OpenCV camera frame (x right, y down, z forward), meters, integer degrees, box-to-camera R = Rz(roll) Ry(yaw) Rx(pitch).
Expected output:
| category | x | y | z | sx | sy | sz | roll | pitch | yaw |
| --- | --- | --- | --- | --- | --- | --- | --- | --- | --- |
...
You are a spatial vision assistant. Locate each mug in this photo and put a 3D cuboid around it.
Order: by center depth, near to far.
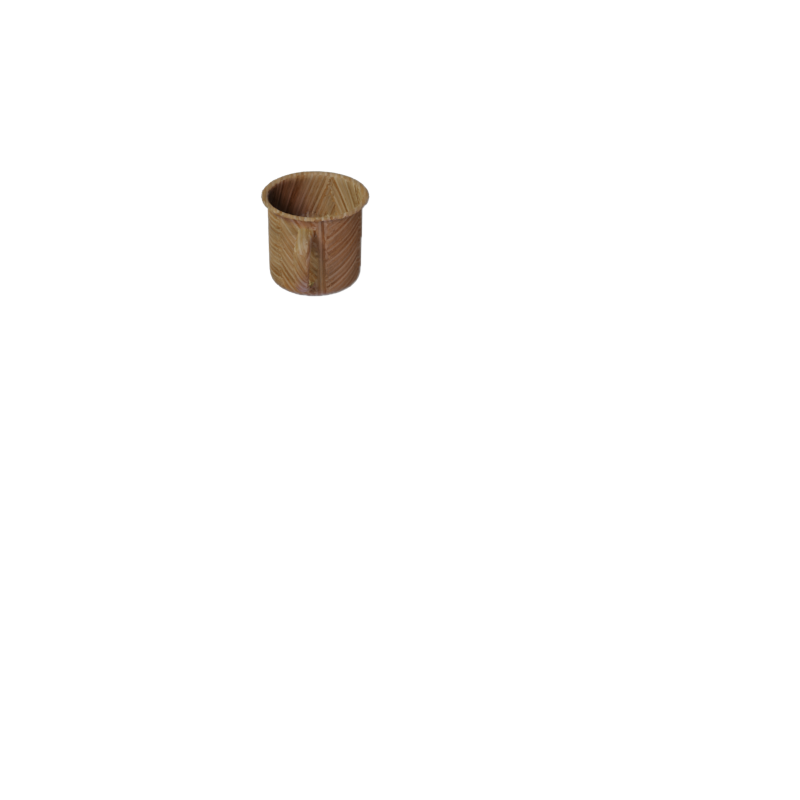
| category | x | y | z | sx | sy | sz | roll | pitch | yaw |
| --- | --- | --- | --- | --- | --- | --- | --- | --- | --- |
| mug | -0.075 | -0.137 | 0.961 | 0.094 | 0.076 | 0.124 | 3 | 34 | 3 |
